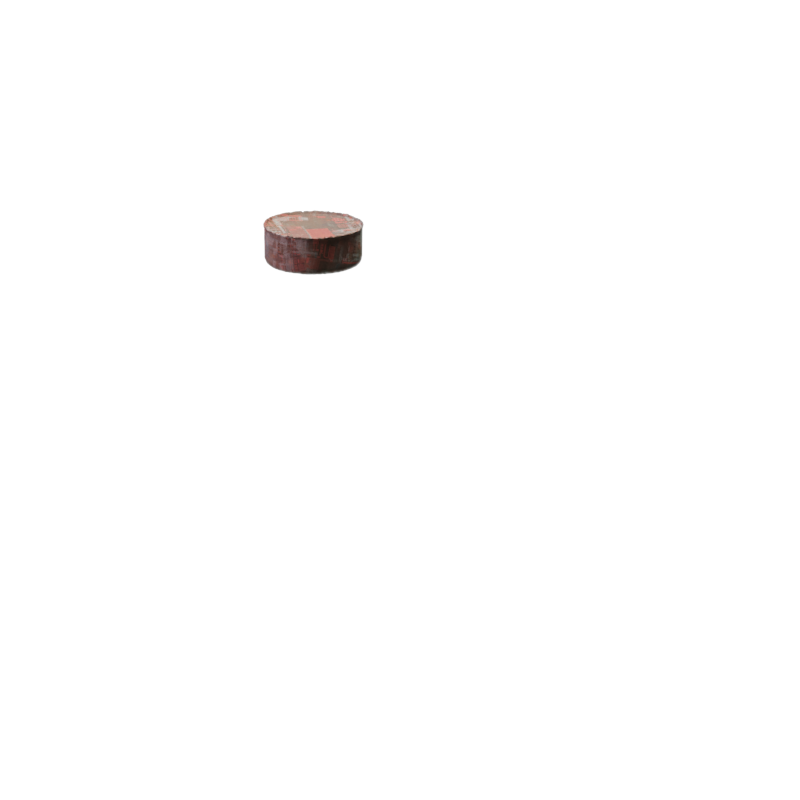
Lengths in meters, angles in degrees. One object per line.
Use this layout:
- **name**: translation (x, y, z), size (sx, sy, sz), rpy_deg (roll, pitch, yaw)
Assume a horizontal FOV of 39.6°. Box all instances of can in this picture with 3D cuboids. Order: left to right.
- **can**: translation (-0.075, -0.136, 0.955), size (0.086, 0.032, 0.090), rpy_deg (-1, 23, -2)
